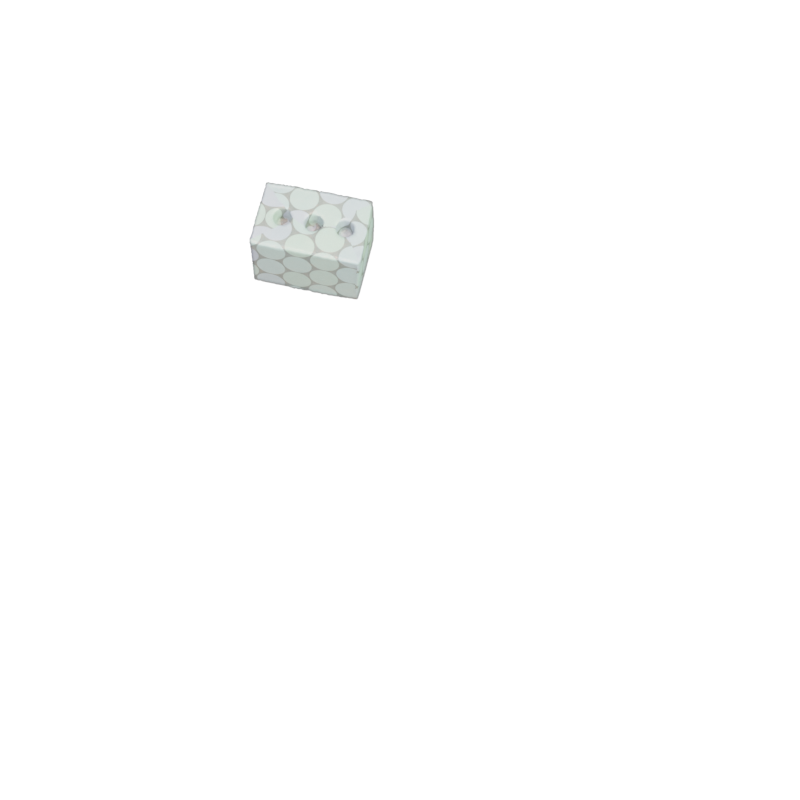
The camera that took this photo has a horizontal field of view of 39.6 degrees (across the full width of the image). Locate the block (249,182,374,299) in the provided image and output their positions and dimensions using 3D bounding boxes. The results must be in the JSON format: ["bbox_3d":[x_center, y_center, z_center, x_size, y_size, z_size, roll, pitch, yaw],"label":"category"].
[{"bbox_3d":[-0.060,-0.110,0.770,0.079,0.056,0.048,11,-28,5],"label":"block"}]
